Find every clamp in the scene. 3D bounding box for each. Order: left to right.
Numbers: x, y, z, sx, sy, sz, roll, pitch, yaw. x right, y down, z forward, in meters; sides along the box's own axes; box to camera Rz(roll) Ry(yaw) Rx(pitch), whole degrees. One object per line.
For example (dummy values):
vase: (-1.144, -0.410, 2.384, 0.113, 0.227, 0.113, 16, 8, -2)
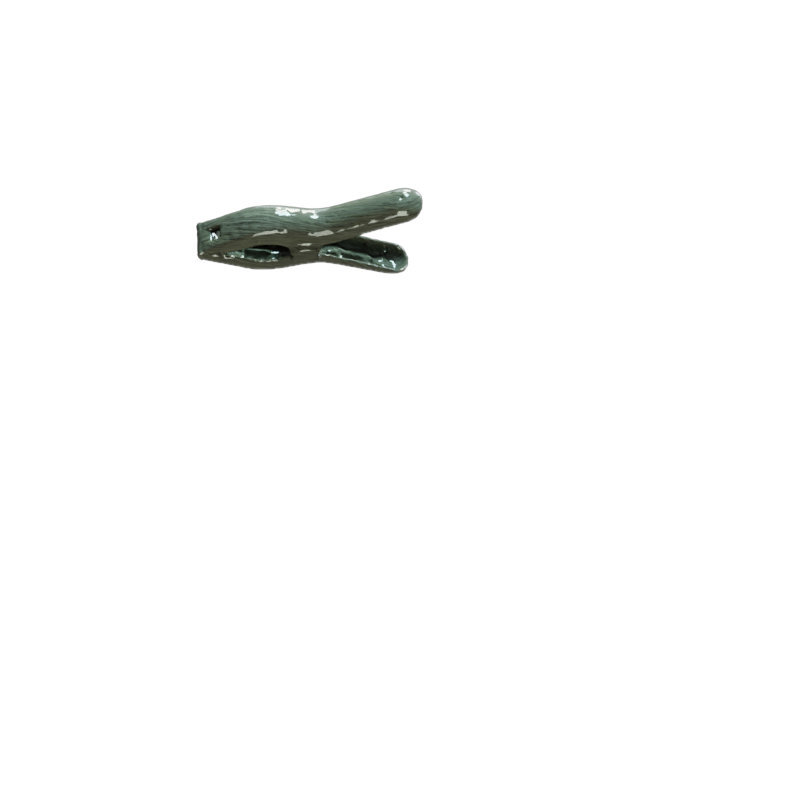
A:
clamp: (-0.066, -0.121, 0.847, 0.173, 0.041, 0.113, -3, -24, 6)
